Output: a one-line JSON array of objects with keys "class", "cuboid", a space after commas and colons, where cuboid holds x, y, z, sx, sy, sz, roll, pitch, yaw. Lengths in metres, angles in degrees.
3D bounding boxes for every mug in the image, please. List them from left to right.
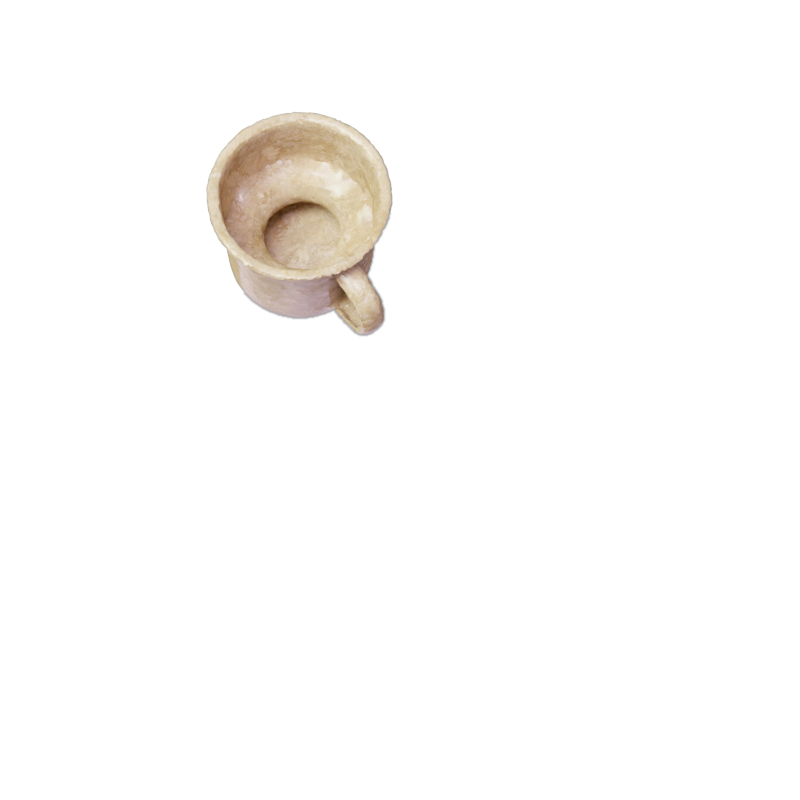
[{"class": "mug", "cuboid": [-0.046, -0.084, 0.587, 0.093, 0.122, 0.078, -35, -15, -13]}]
